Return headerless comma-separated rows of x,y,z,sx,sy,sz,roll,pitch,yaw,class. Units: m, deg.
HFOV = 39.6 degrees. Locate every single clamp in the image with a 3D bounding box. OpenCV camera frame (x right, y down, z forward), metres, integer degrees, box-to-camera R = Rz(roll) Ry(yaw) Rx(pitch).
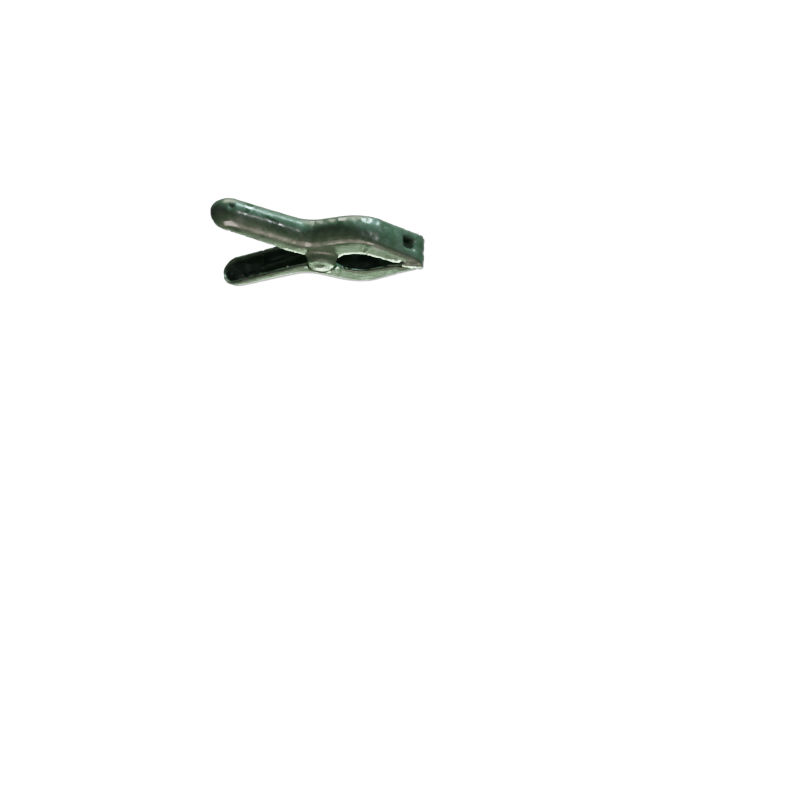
-0.068,-0.125,0.875,0.173,0.041,0.114,-2,-16,8,clamp
